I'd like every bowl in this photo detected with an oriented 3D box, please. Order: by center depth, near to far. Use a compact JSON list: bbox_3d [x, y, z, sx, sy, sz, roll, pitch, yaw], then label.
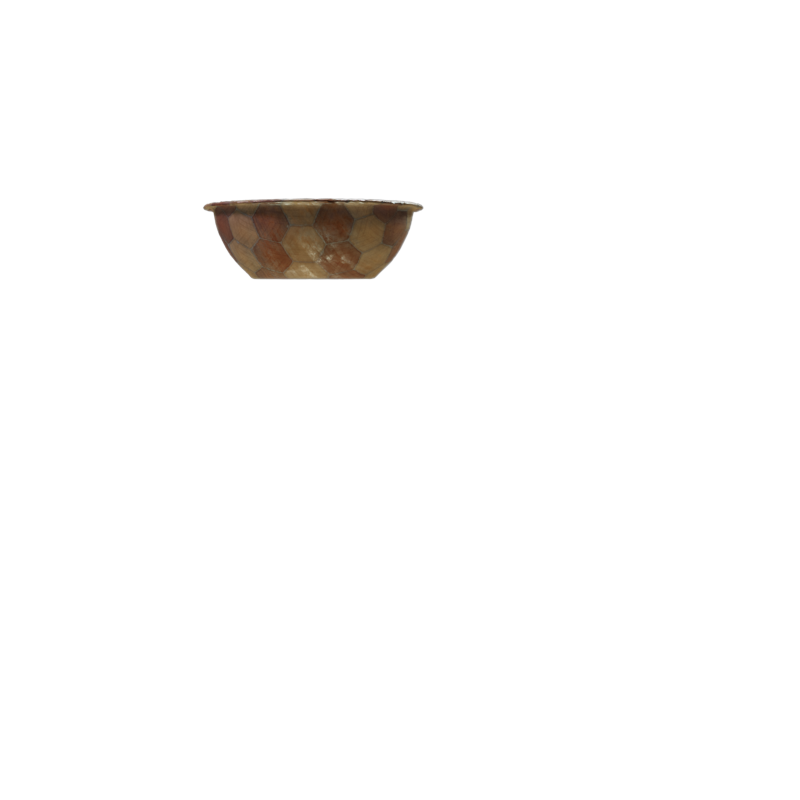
[{"bbox_3d":[-0.064,-0.116,0.816,0.162,0.055,0.163,0,5,-2],"label":"bowl"}]
